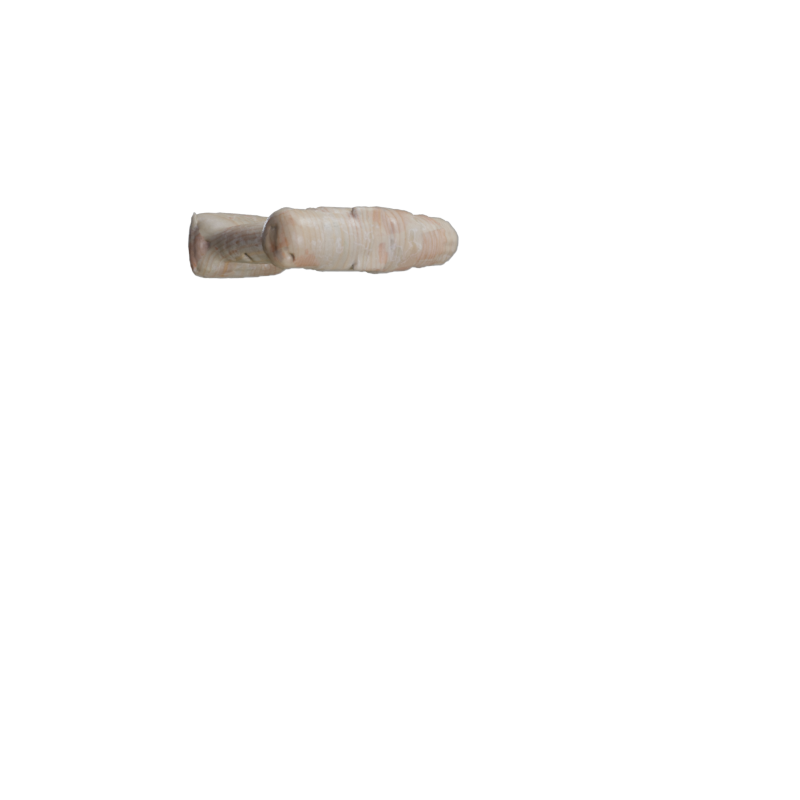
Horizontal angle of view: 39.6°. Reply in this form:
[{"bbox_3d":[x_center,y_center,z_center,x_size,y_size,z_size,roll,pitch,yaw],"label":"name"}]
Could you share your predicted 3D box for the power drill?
[{"bbox_3d":[-0.071,-0.130,0.910,0.177,0.057,0.195,-3,4,-41],"label":"power drill"}]
